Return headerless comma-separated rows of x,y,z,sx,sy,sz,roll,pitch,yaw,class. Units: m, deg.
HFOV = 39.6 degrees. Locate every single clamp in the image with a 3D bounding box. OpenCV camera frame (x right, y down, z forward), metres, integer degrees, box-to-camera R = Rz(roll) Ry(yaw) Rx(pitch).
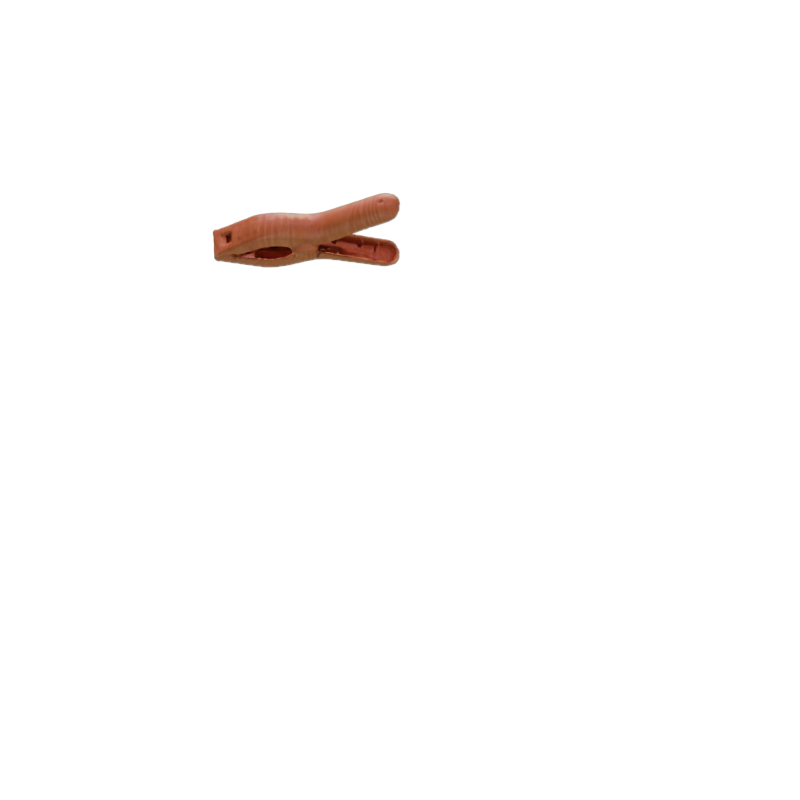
-0.077,-0.141,0.988,0.173,0.041,0.112,-4,-23,10,clamp
